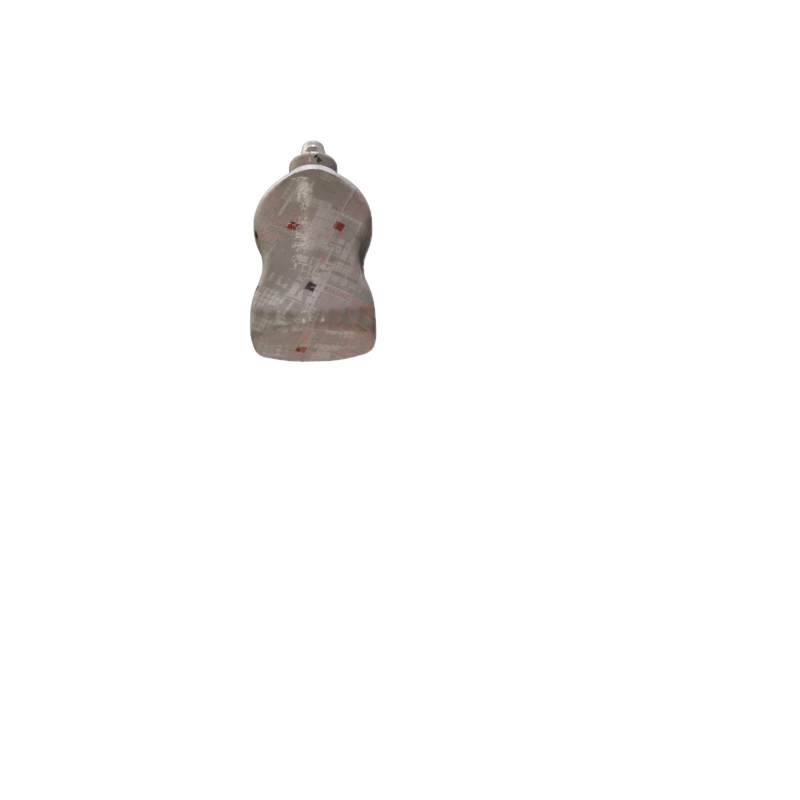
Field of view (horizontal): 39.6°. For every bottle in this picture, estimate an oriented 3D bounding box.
[{"bbox_3d":[-0.070,-0.127,0.891,0.096,0.204,0.054,-4,-30,3],"label":"bottle"}]
